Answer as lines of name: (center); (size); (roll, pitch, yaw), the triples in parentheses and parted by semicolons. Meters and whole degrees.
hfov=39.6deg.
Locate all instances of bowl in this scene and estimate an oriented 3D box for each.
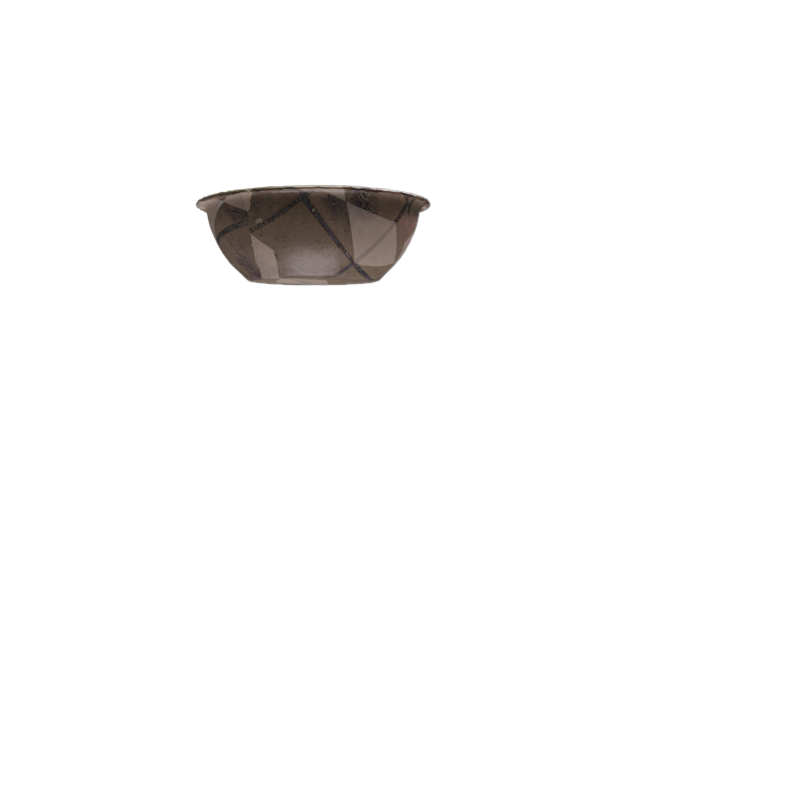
bowl: (-0.060, -0.109, 0.762); (0.162, 0.055, 0.162); (0, 2, -2)
